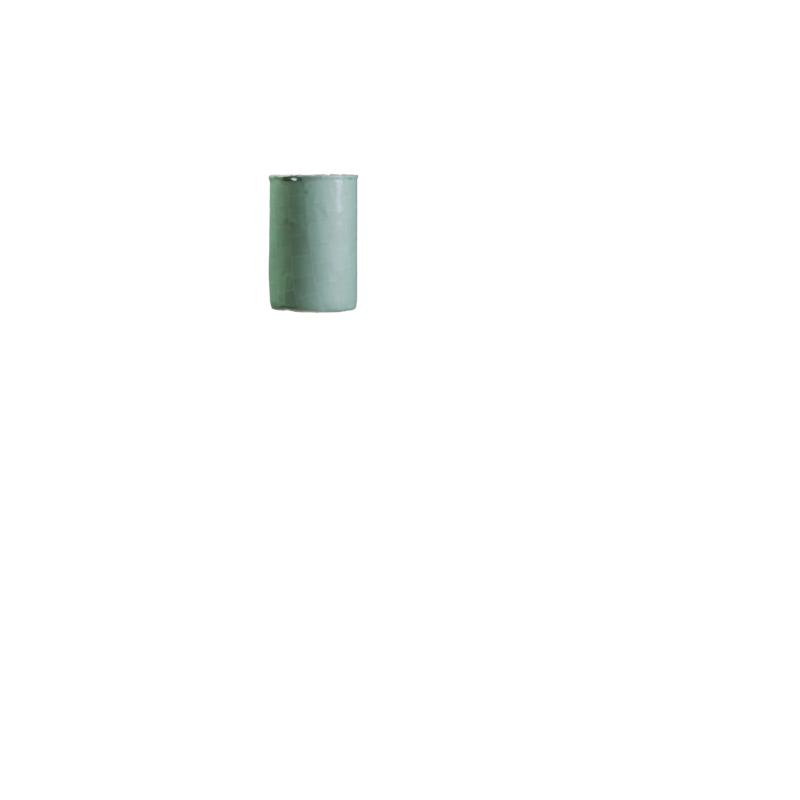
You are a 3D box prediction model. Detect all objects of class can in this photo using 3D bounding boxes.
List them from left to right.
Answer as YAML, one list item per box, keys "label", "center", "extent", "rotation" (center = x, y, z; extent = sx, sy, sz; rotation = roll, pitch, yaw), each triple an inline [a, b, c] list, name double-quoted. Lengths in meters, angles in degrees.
- label: "can"
  center: [-0.066, -0.120, 0.843]
  extent: [0.068, 0.101, 0.069]
  rotation: [0, 5, -2]
